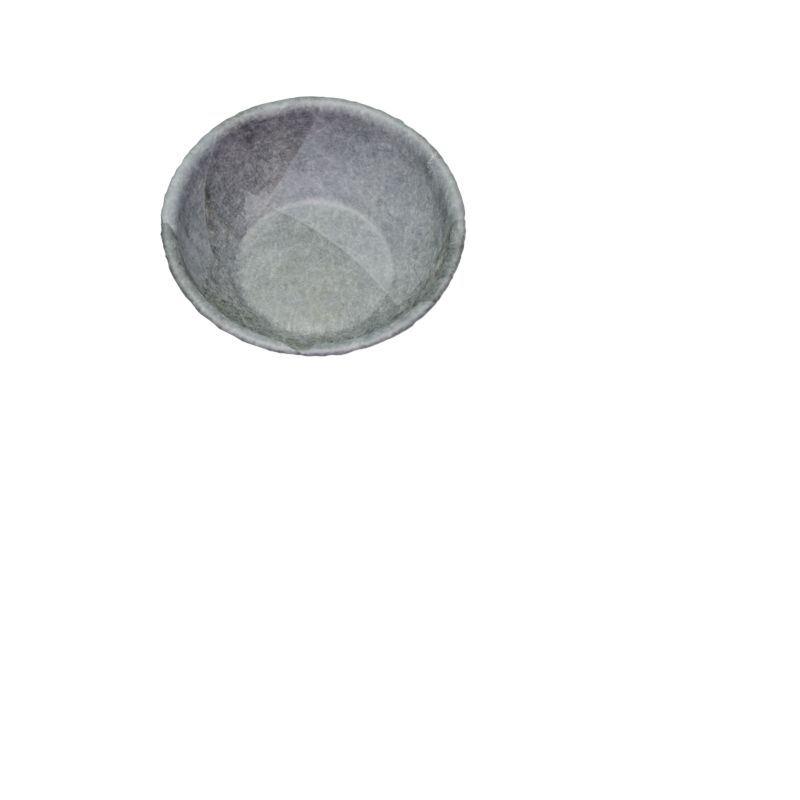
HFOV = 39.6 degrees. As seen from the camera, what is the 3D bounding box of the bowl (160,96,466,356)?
[{"bbox_3d":[-0.048,-0.087,0.608,0.162,0.172,0.052,-1,-29,-1],"label":"bowl"}]
